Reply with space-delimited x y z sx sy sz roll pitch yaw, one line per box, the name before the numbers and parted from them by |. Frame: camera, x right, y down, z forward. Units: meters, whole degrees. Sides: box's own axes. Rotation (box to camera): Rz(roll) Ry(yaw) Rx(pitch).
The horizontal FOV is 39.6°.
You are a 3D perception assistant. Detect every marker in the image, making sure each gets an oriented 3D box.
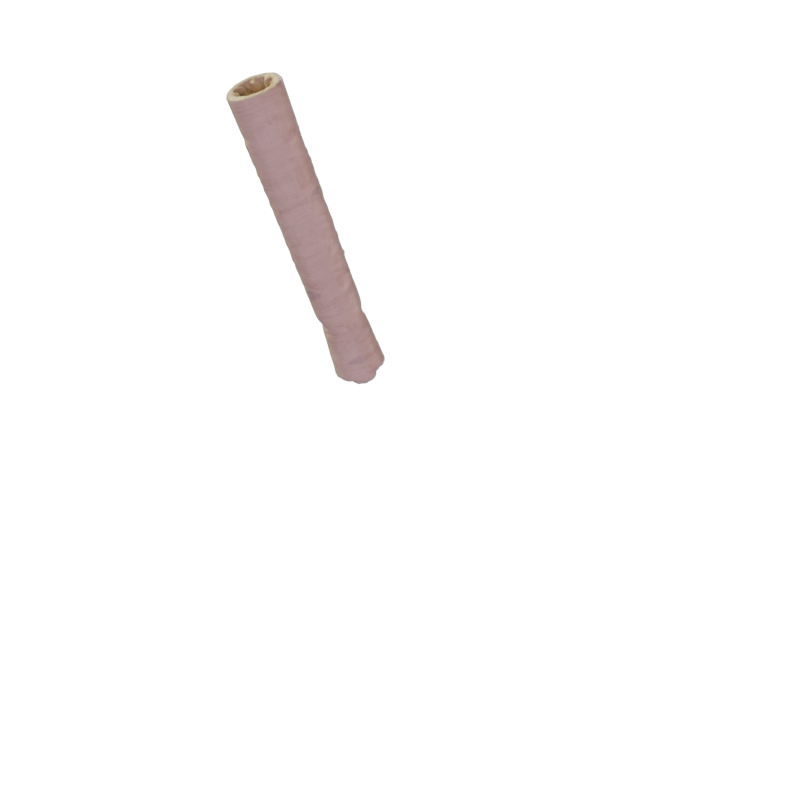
marker | -0.030 -0.054 0.380 0.020 0.113 0.021 -16 31 8
